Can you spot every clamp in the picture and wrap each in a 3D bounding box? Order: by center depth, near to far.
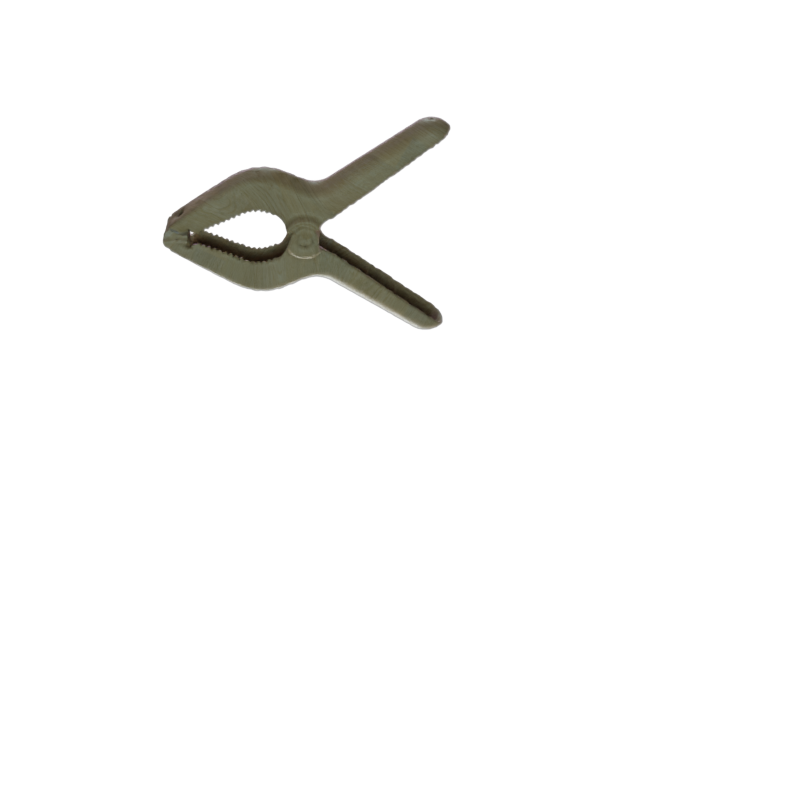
[{"bbox_3d":[-0.063,-0.114,0.799,0.210,0.155,0.038,-6,27,3],"label":"clamp"}]
